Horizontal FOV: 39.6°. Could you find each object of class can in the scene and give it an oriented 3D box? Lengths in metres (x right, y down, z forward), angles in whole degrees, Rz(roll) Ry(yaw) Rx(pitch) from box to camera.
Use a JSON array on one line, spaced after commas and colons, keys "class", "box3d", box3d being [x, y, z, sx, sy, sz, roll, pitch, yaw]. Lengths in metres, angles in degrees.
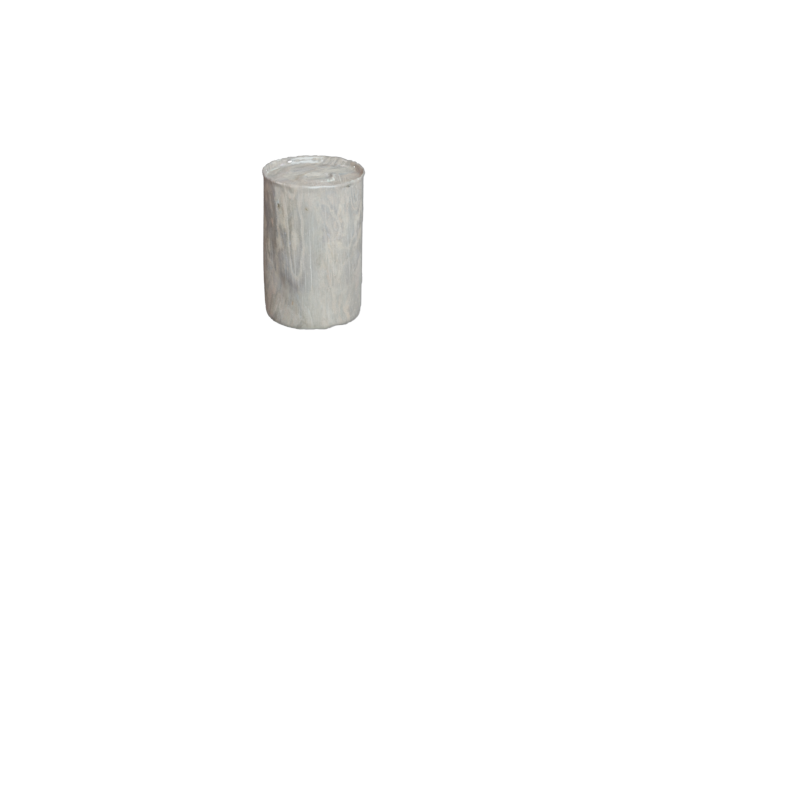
[{"class": "can", "box3d": [-0.058, -0.107, 0.746, 0.068, 0.097, 0.072, 0, 24, -2]}]
